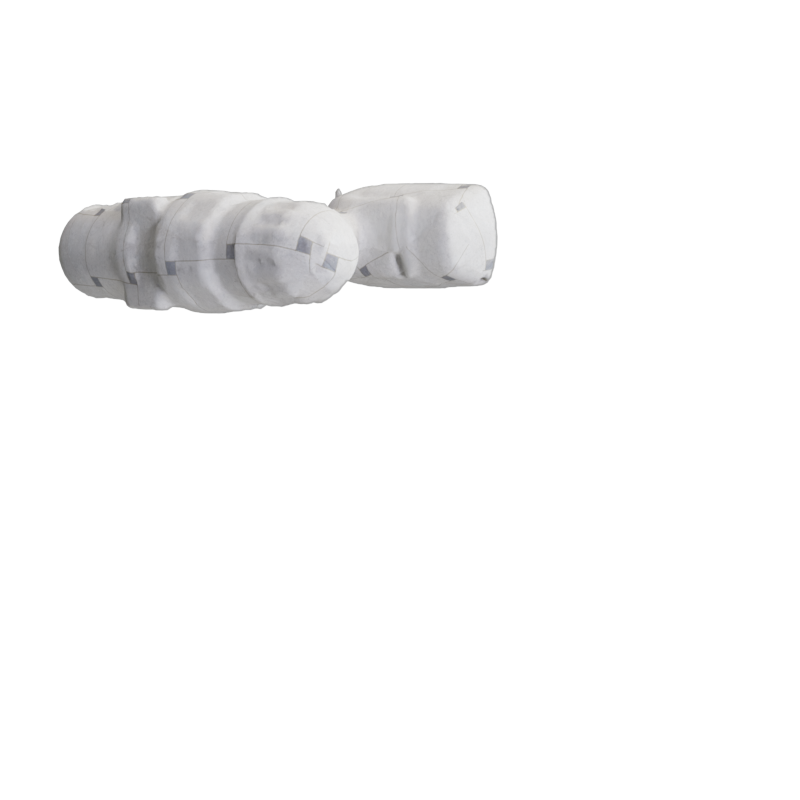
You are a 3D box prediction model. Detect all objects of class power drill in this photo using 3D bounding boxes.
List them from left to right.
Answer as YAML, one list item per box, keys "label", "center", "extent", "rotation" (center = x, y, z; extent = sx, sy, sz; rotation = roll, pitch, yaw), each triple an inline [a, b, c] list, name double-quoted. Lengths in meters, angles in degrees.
- label: "power drill"
  center: [-0.041, -0.075, 0.523]
  extent: [0.182, 0.057, 0.193]
  rotation: [-9, 13, -43]
